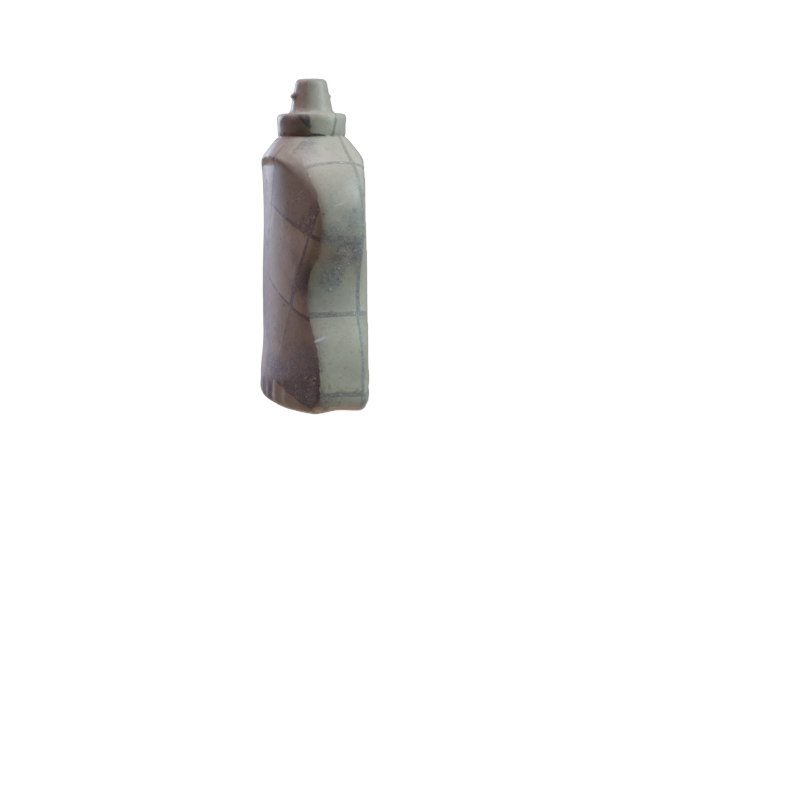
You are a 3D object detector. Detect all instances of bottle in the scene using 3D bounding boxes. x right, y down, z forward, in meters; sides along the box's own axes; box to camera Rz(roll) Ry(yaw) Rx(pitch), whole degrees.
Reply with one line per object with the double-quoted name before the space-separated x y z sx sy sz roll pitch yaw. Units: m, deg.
"bottle" -0.052 -0.094 0.660 0.057 0.190 0.100 -1 6 -21
